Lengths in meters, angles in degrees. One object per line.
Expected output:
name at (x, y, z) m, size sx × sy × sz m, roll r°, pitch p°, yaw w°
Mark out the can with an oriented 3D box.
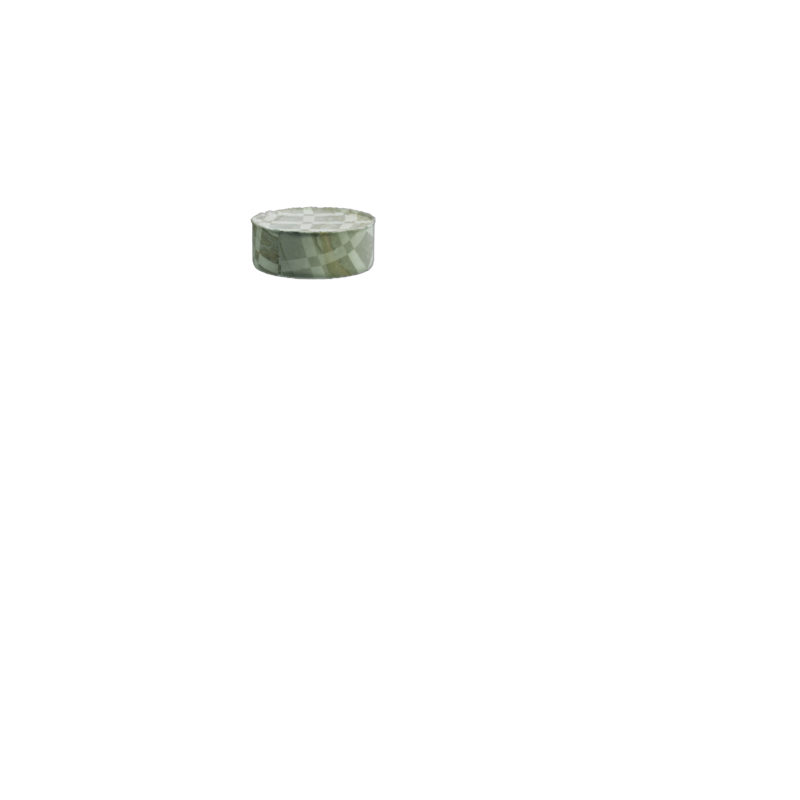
can at (-0.060, -0.109, 0.763) m, size 0.086 × 0.032 × 0.089 m, roll -1°, pitch 19°, yaw -2°
